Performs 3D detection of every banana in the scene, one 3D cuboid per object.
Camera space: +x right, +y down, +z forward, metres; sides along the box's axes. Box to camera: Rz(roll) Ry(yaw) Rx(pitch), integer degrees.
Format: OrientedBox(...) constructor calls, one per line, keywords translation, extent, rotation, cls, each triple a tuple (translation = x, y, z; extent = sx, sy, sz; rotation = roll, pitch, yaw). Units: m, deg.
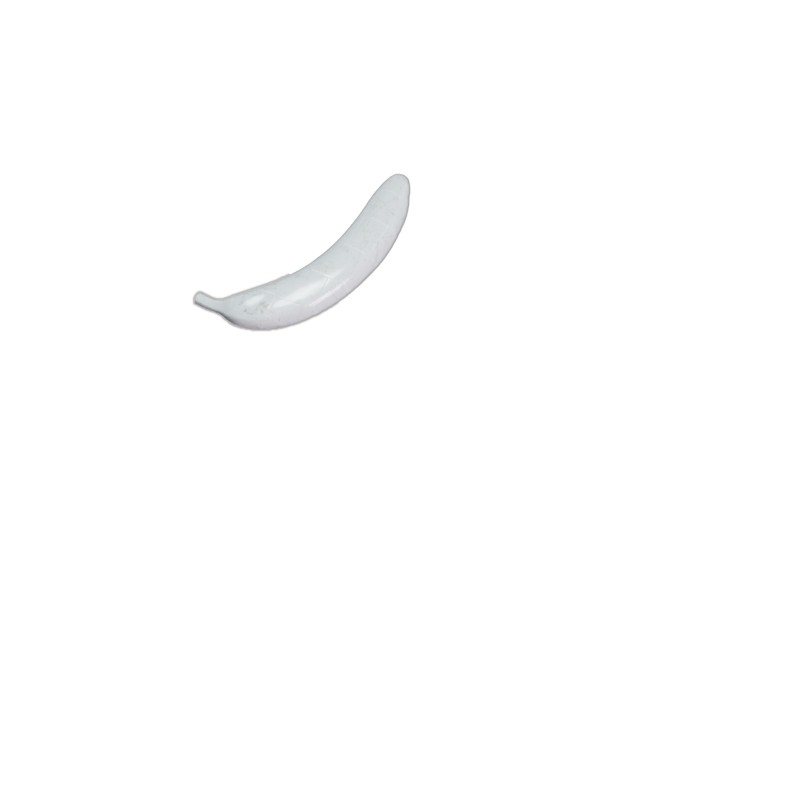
OrientedBox(translation=(-0.061, -0.107, 0.860), extent=(0.198, 0.073, 0.035), rotation=(-32, -18, -13), cls="banana")
